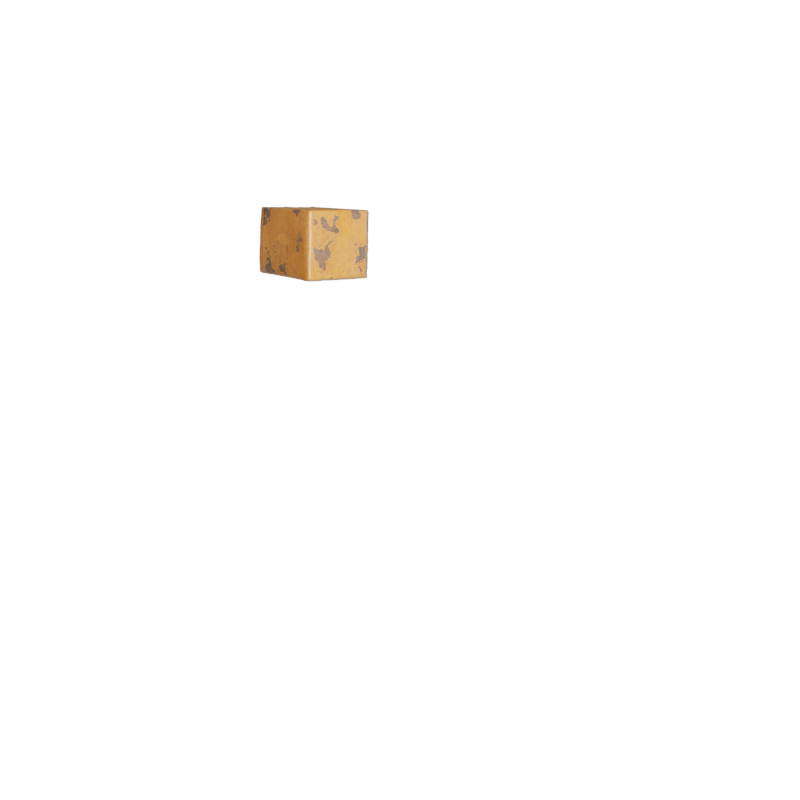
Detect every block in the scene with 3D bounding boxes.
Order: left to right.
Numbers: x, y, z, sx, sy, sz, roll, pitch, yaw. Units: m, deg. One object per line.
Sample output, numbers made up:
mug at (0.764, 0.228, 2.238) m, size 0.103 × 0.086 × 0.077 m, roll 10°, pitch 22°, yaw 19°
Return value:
block at (-0.065, -0.119, 0.832) m, size 0.051 × 0.050 × 0.082 m, roll -5°, pitch 11°, yaw -32°
